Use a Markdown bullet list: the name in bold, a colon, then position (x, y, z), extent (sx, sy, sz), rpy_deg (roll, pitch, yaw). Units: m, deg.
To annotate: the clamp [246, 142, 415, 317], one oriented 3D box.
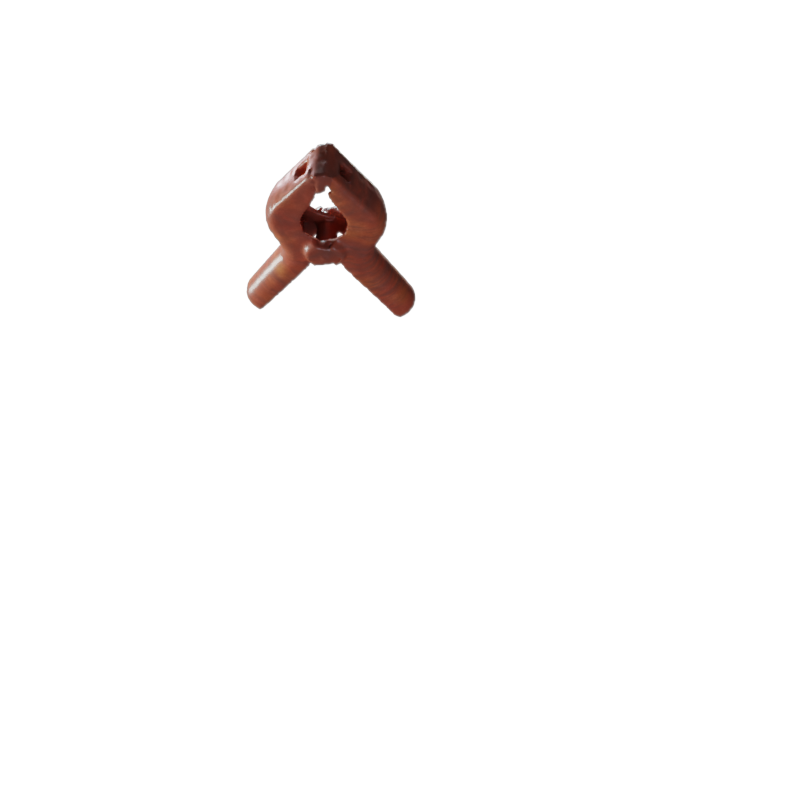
- **clamp**: position (-0.059, -0.107, 0.748), extent (0.121, 0.042, 0.159), rpy_deg (-5, -34, 7)
